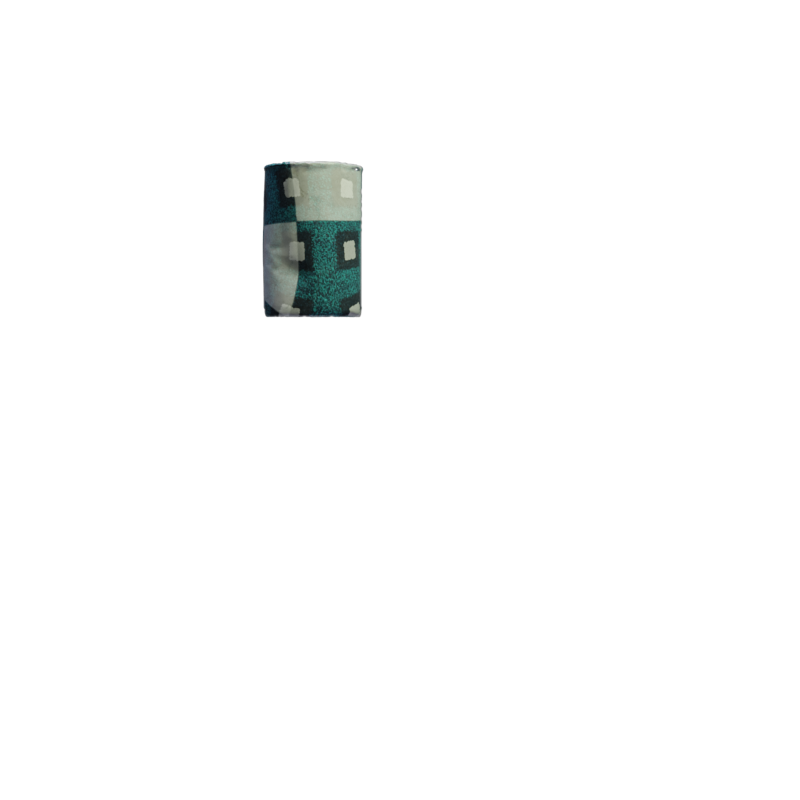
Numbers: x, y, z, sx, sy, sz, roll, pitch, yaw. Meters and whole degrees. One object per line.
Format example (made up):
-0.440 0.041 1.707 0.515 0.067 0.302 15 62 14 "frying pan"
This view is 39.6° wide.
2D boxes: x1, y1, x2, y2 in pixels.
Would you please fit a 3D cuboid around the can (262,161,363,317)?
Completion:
-0.059 -0.107 0.752 0.068 0.103 0.068 0 -1 -2 "can"
